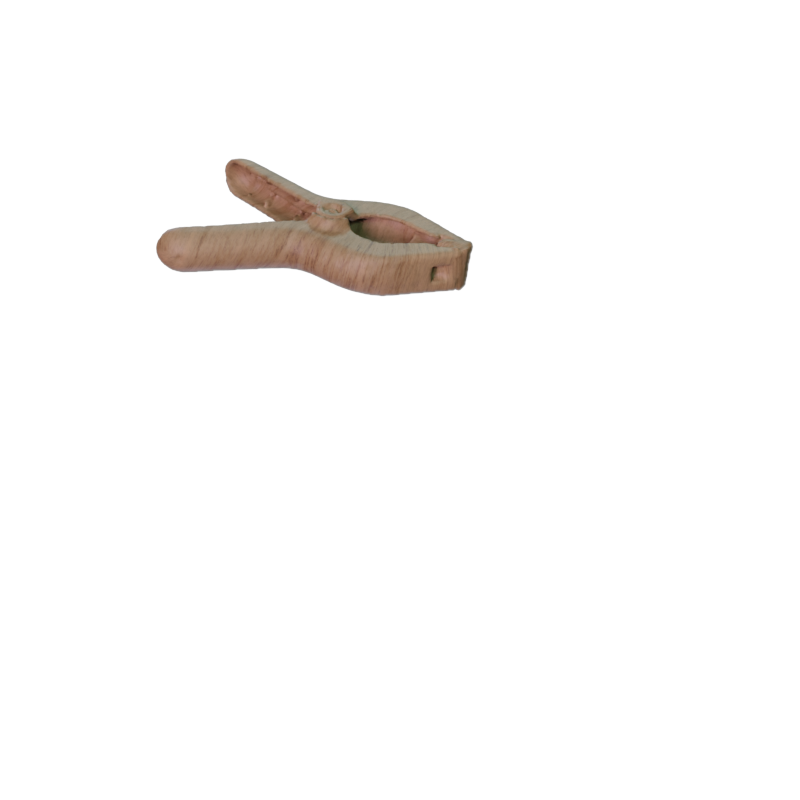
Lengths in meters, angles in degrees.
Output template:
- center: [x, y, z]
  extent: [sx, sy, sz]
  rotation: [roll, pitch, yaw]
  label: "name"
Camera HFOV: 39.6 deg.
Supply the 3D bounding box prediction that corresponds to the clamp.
- center: [-0.049, -0.090, 0.630]
  extent: [0.178, 0.037, 0.124]
  rotation: [16, 41, 19]
  label: "clamp"
